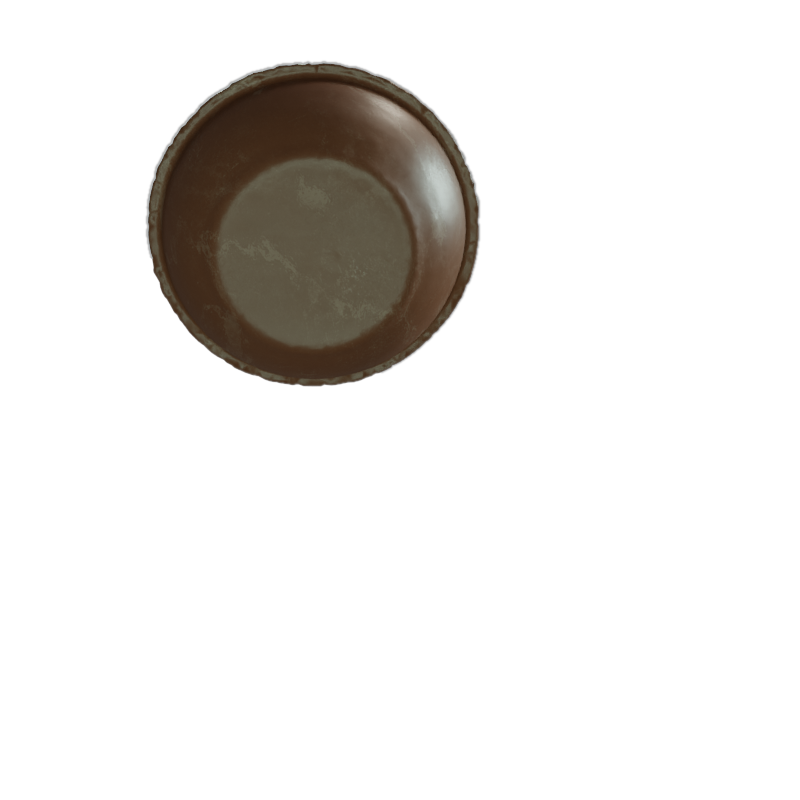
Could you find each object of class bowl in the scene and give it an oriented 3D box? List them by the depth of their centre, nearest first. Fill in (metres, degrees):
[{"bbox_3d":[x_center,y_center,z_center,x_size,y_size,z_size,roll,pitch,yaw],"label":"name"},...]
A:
[{"bbox_3d":[-0.040,-0.074,0.515,0.162,0.157,0.057,0,15,-1],"label":"bowl"}]
